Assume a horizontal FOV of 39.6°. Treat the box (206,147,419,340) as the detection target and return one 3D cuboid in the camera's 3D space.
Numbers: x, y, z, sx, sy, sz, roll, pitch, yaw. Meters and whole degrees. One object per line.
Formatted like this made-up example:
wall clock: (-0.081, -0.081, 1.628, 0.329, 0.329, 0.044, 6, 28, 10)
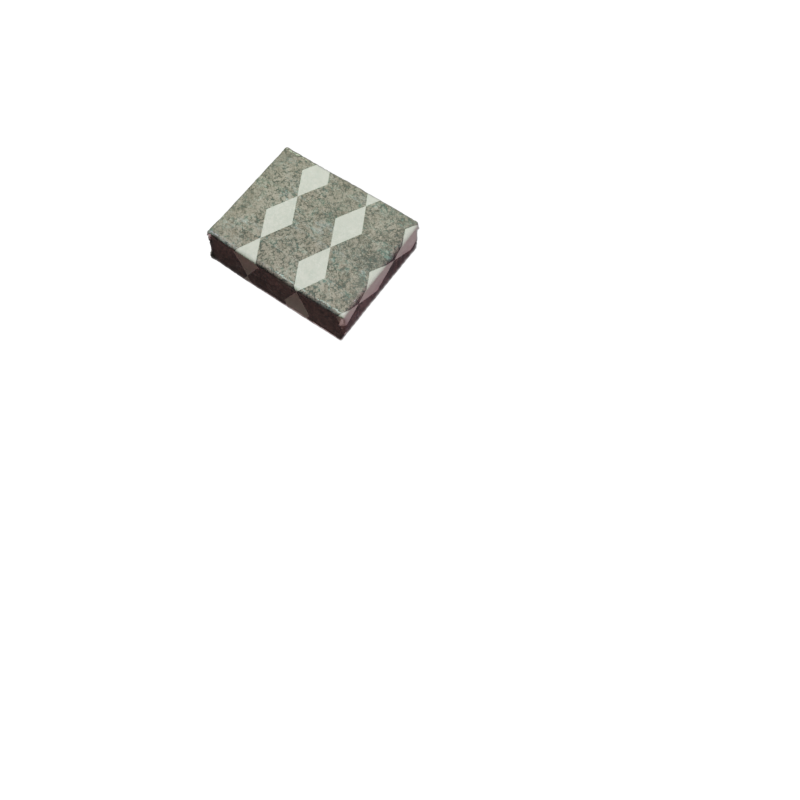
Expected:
box: (-0.058, -0.106, 0.743, 0.118, 0.092, 0.036, 30, -28, 18)
